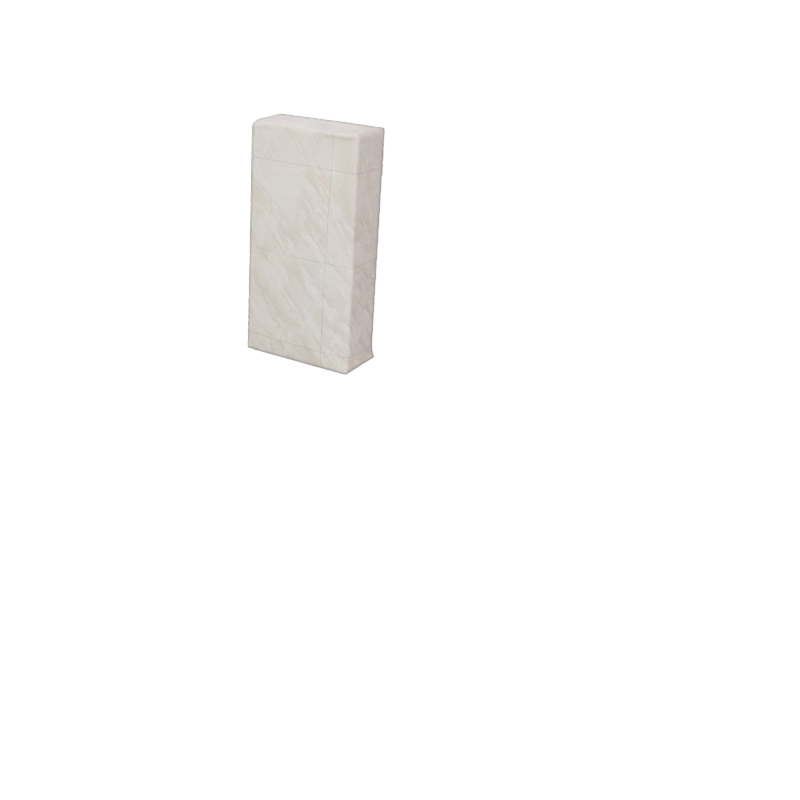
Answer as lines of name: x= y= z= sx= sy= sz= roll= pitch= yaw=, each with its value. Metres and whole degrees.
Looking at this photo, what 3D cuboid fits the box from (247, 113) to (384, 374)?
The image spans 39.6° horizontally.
box: x=-0.064 y=-0.116 z=0.810 sx=0.098 sy=0.169 sz=0.048 roll=13 pitch=21 yaw=30
